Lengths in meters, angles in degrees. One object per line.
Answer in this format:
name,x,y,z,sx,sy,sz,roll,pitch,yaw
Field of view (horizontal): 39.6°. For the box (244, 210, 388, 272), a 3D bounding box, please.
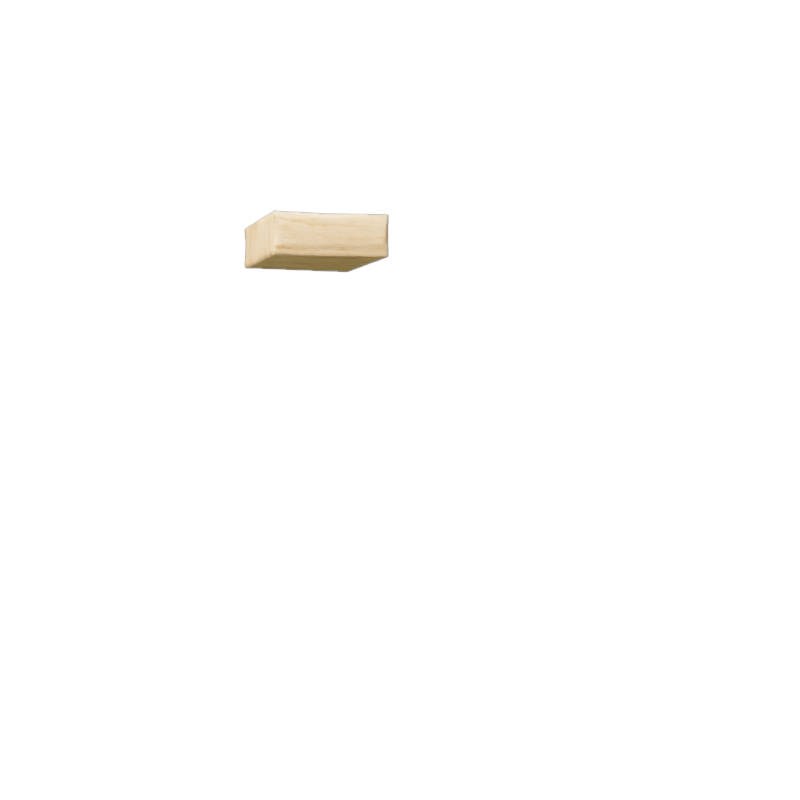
box,-0.055,-0.100,0.704,0.071,0.030,0.090,0,0,-17
